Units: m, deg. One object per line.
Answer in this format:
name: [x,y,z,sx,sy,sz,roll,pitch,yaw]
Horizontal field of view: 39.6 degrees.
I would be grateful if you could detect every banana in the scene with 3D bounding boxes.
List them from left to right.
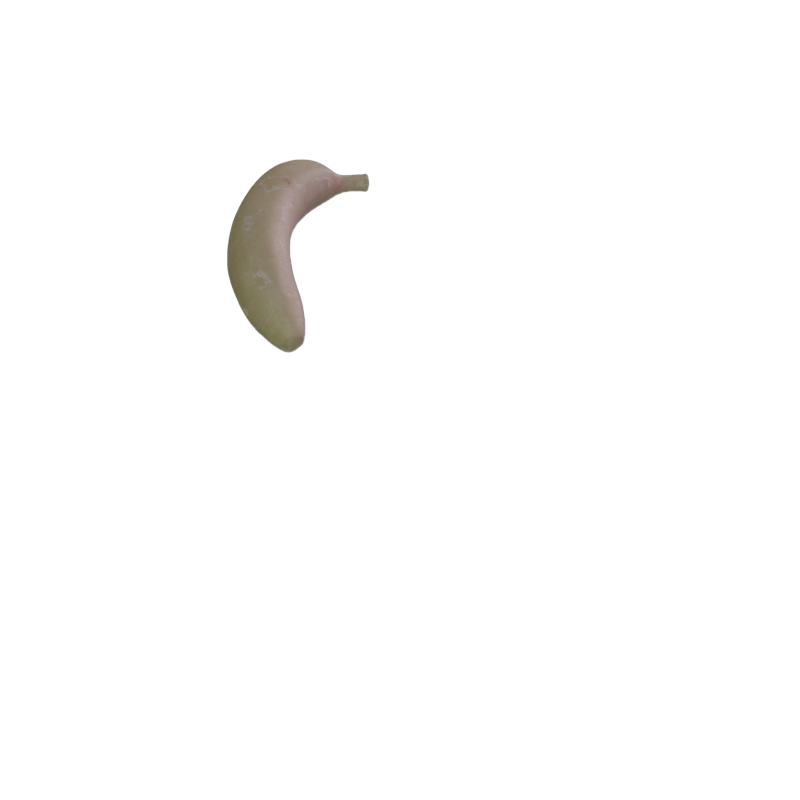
banana: [-0.070,-0.101,0.674,0.071,0.034,0.208,7,39,8]
